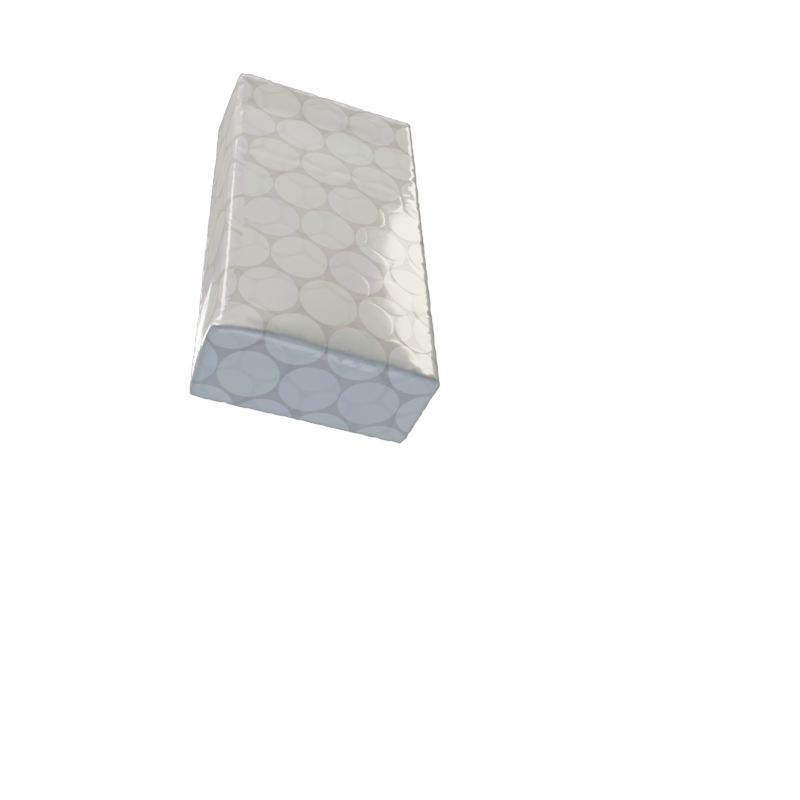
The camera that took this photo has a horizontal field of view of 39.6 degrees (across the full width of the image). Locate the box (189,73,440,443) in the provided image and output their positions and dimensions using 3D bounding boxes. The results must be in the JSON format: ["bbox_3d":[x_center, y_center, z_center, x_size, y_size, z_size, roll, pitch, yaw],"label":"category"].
[{"bbox_3d":[-0.038,-0.070,0.493,0.091,0.046,0.189,13,41,-15],"label":"box"}]
